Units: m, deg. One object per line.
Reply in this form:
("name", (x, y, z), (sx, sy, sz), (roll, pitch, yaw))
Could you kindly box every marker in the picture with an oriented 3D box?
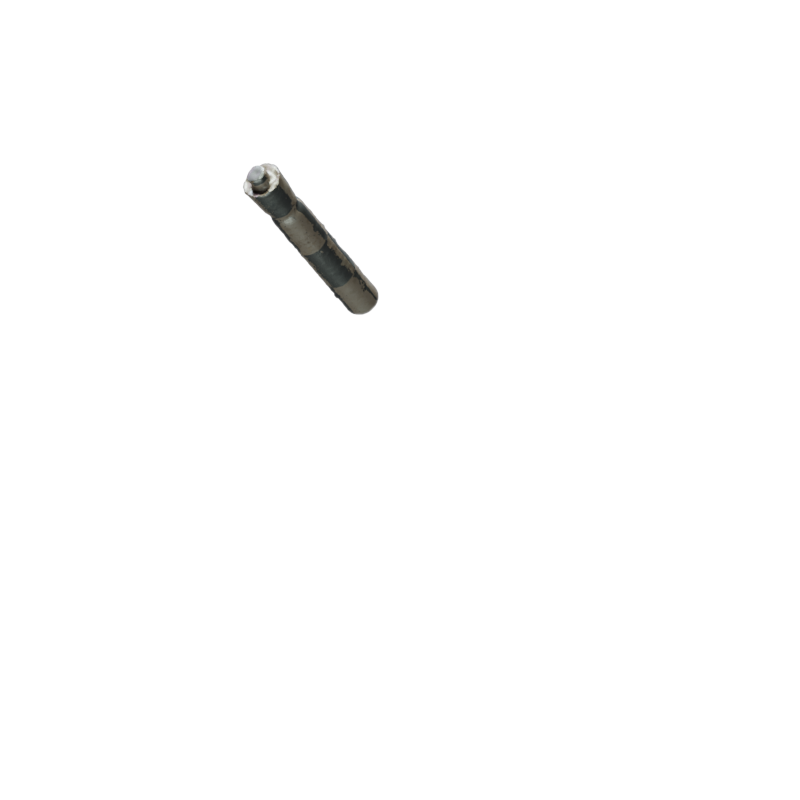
("marker", (-0.043, -0.078, 0.544), (0.020, 0.021, 0.112), (2, -25, 28))
